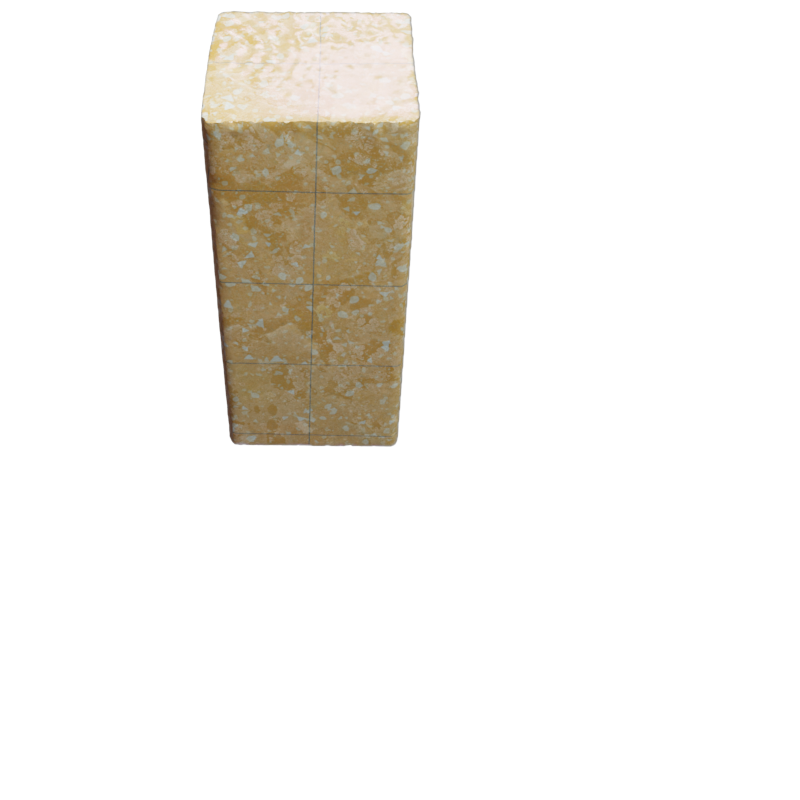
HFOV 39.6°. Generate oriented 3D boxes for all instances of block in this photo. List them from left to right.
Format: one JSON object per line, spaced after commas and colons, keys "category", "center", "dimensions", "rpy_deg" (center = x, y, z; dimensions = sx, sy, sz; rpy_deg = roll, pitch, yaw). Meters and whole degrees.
{"category": "block", "center": [-0.043, -0.077, 0.541], "dimensions": [0.090, 0.097, 0.192], "rpy_deg": [1, -45, -2]}
